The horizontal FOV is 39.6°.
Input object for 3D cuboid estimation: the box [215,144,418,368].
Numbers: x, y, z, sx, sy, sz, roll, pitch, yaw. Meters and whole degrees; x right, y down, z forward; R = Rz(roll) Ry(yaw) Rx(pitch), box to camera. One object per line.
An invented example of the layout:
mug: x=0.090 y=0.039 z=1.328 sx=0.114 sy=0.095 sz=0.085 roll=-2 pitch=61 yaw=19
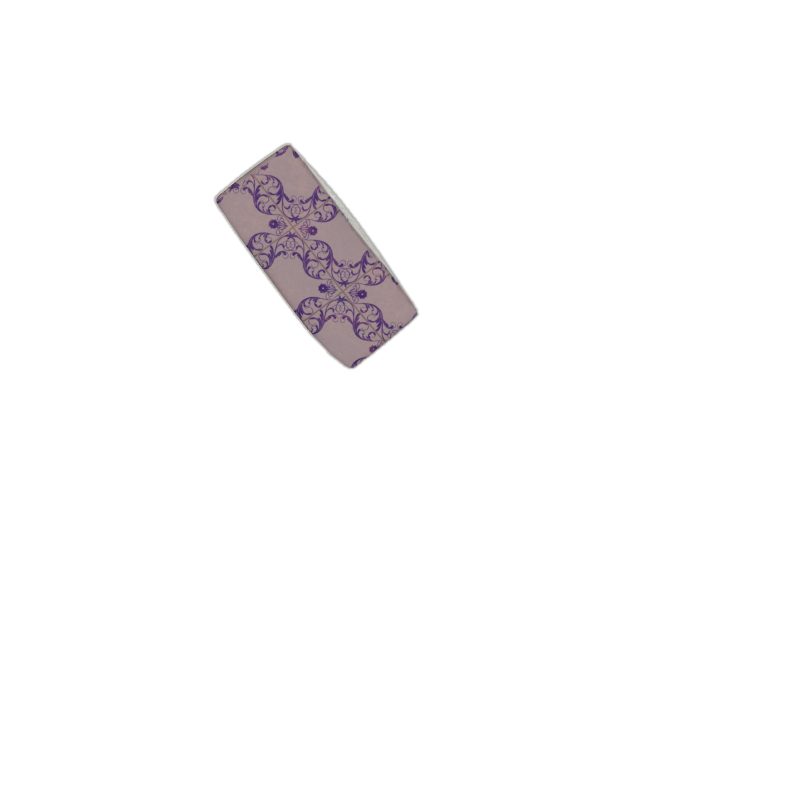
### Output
box: x=-0.042 y=-0.078 z=0.543 sx=0.048 sy=0.091 sz=0.181 roll=-36 pitch=12 yaw=5
